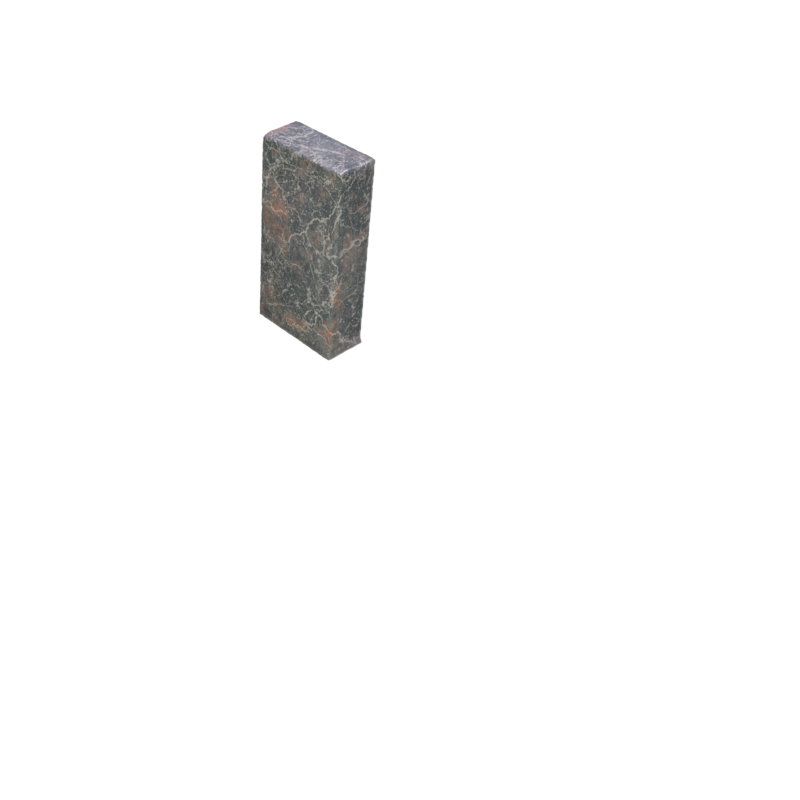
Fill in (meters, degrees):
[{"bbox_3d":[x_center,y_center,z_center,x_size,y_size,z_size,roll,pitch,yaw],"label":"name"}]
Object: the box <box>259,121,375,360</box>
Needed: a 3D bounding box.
[{"bbox_3d":[-0.071,-0.129,0.907,0.048,0.165,0.100,-28,45,-36],"label":"box"}]
